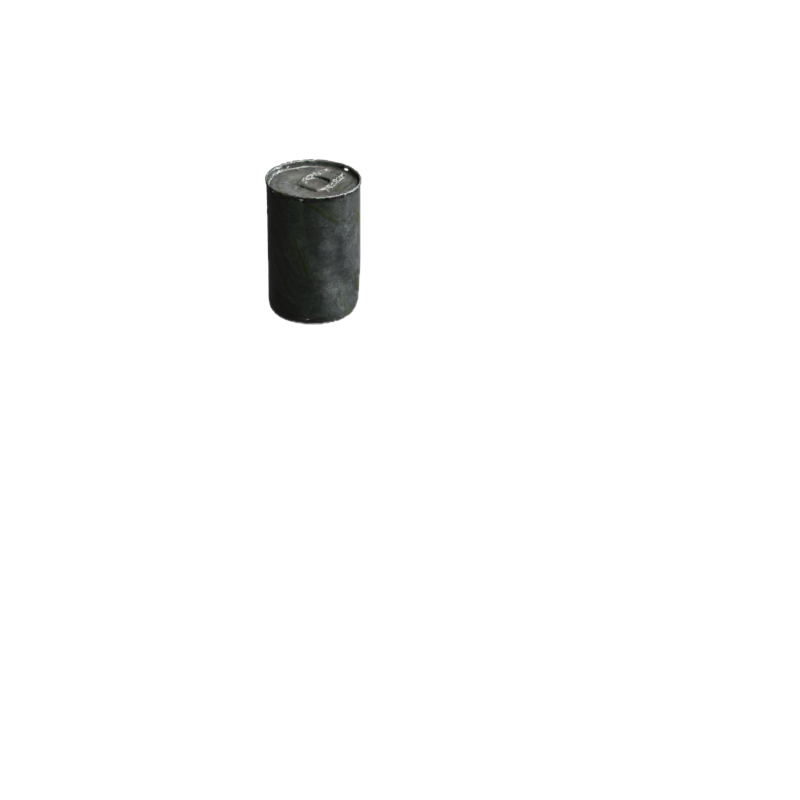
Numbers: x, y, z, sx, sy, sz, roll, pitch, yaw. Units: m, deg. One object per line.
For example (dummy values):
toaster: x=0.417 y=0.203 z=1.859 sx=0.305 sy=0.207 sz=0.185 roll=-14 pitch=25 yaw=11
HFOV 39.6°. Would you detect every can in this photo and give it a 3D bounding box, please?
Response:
can: x=-0.063 y=-0.114 z=0.801 sx=0.068 sy=0.096 sz=0.073 roll=0 pitch=30 yaw=-2
